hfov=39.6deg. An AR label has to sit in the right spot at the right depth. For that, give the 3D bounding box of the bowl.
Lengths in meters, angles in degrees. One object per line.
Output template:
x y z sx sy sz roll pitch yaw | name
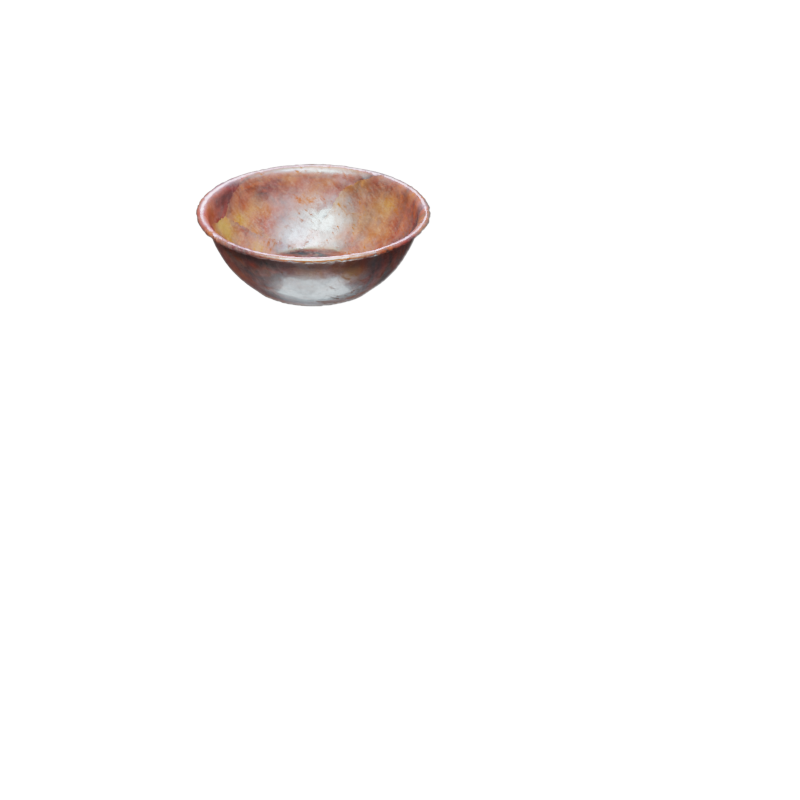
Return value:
-0.061 -0.111 0.777 0.162 0.052 0.172 -1 31 -2 | bowl
